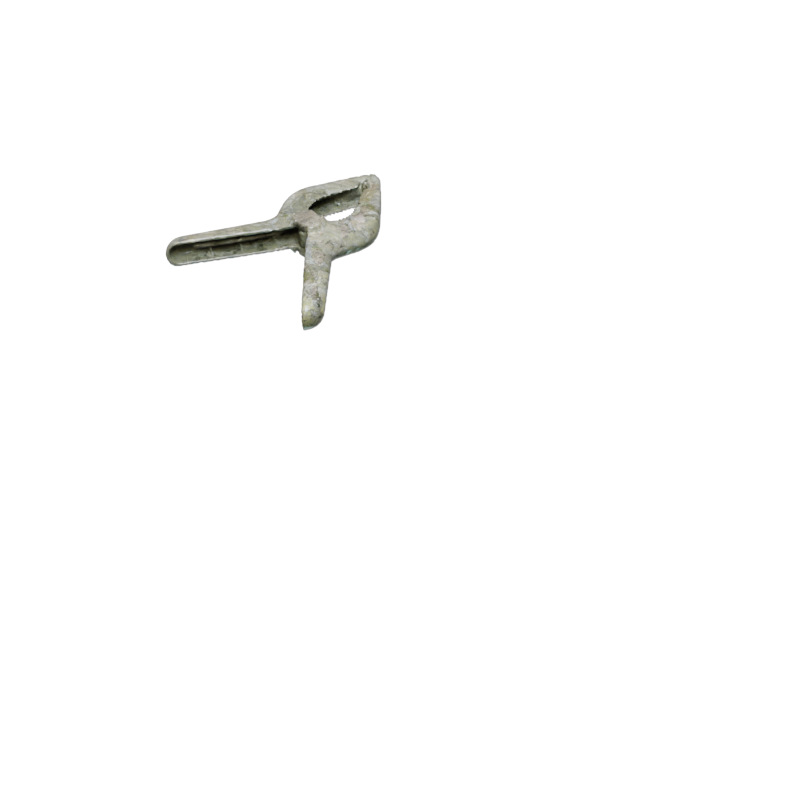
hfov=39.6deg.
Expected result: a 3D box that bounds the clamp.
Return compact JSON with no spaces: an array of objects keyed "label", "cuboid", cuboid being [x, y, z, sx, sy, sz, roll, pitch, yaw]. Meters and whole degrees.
[{"label":"clamp","cuboid":[-0.076,-0.139,0.973,0.175,0.034,0.211,31,49,32]}]
